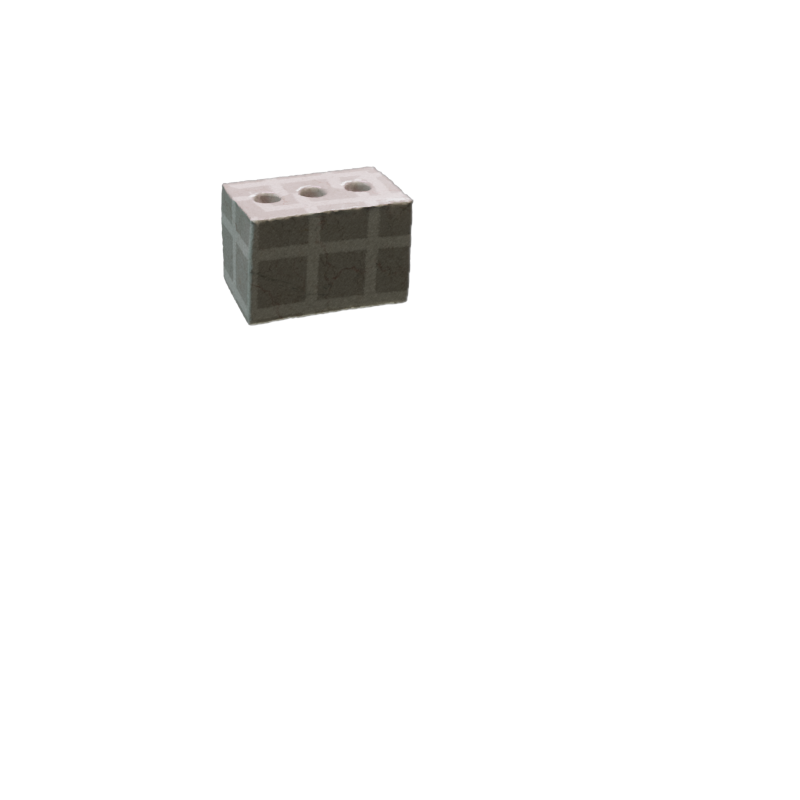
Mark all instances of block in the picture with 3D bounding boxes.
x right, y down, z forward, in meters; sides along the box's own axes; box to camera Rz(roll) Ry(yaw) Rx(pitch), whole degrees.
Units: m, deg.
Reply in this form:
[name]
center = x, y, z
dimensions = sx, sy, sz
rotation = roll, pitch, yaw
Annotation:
[block]
center = -0.040, -0.073, 0.513
dimensions = 0.077, 0.048, 0.057
rotation = -10, 30, -19
